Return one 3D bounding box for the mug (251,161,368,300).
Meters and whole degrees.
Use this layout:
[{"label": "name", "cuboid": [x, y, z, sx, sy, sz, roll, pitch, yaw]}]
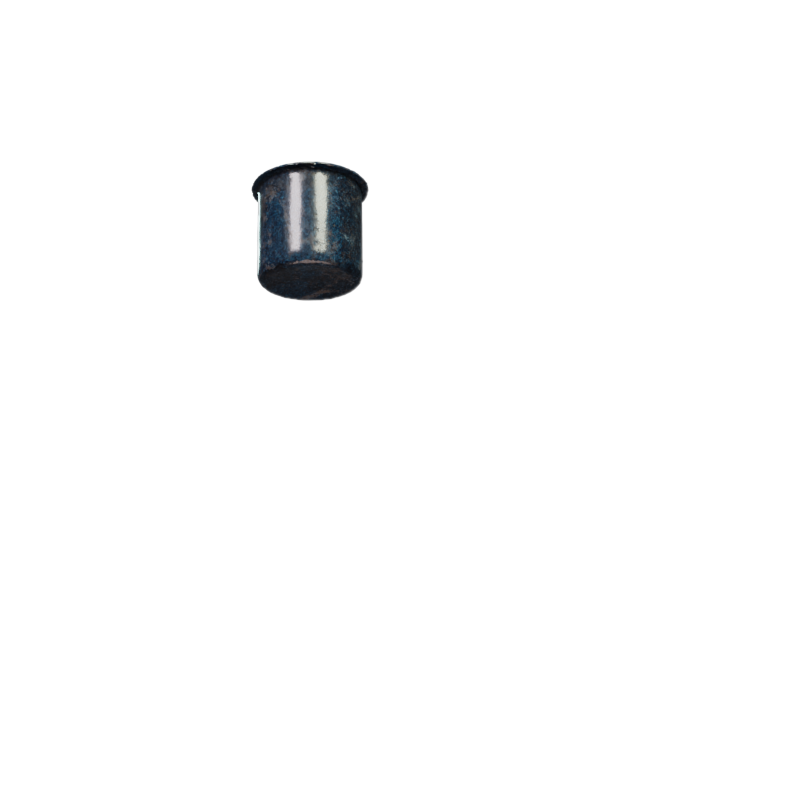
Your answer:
[{"label": "mug", "cuboid": [-0.069, -0.125, 0.876, 0.094, 0.086, 0.110, -4, -21, 9]}]
